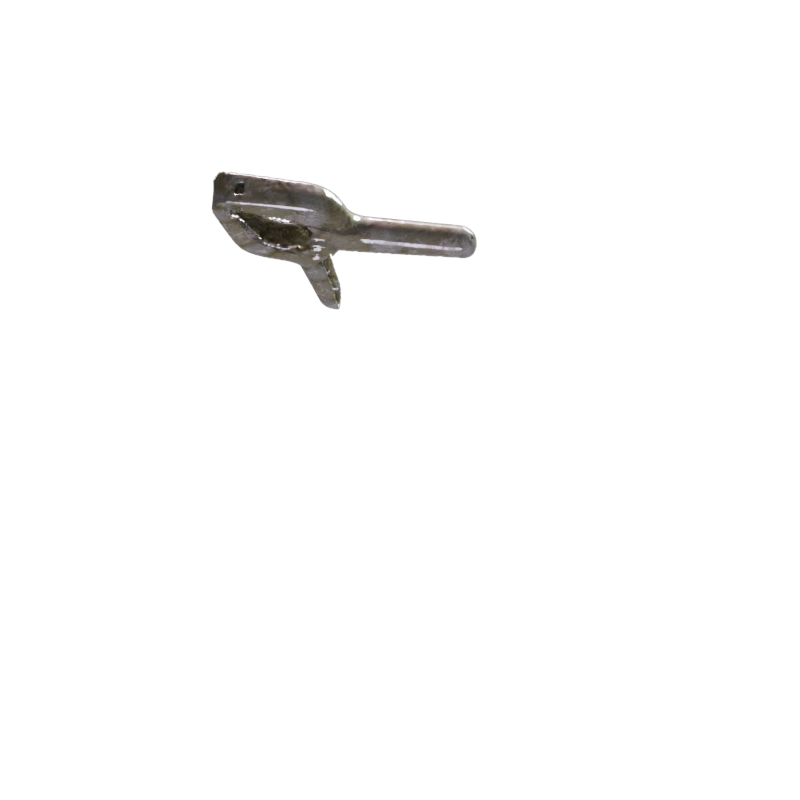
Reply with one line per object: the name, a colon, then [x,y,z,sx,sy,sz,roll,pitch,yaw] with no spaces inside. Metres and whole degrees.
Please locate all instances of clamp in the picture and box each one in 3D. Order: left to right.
clamp: [-0.068,-0.125,0.874,0.199,0.038,0.165,16,-26,-35]
